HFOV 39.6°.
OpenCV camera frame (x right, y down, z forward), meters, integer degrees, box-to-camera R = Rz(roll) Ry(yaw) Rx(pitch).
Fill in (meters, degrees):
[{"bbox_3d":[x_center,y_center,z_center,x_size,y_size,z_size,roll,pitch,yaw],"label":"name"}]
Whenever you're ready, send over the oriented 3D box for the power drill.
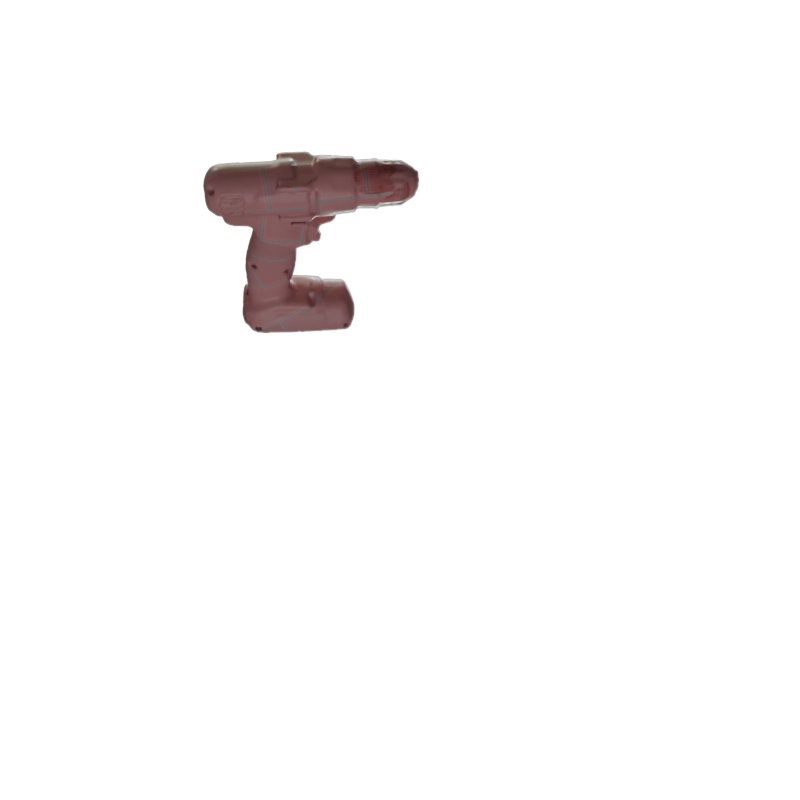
[{"bbox_3d":[-0.078,-0.143,0.999,0.184,0.062,0.175,0,-43,0],"label":"power drill"}]
